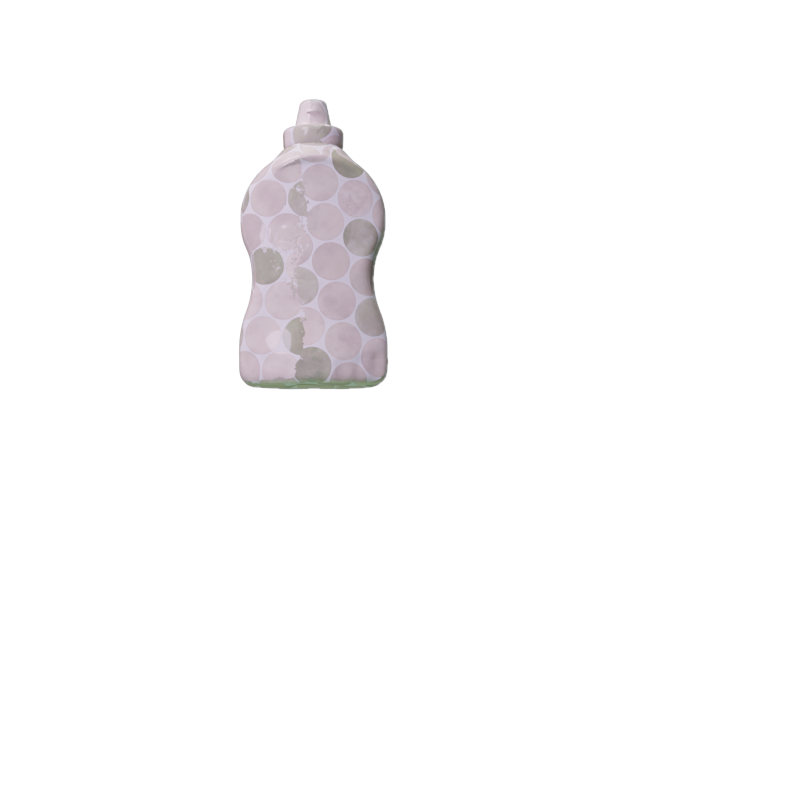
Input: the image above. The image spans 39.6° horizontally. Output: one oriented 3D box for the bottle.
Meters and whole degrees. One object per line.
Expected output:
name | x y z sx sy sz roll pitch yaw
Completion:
bottle | -0.057 -0.105 0.734 0.096 0.197 0.057 -1 -10 0
